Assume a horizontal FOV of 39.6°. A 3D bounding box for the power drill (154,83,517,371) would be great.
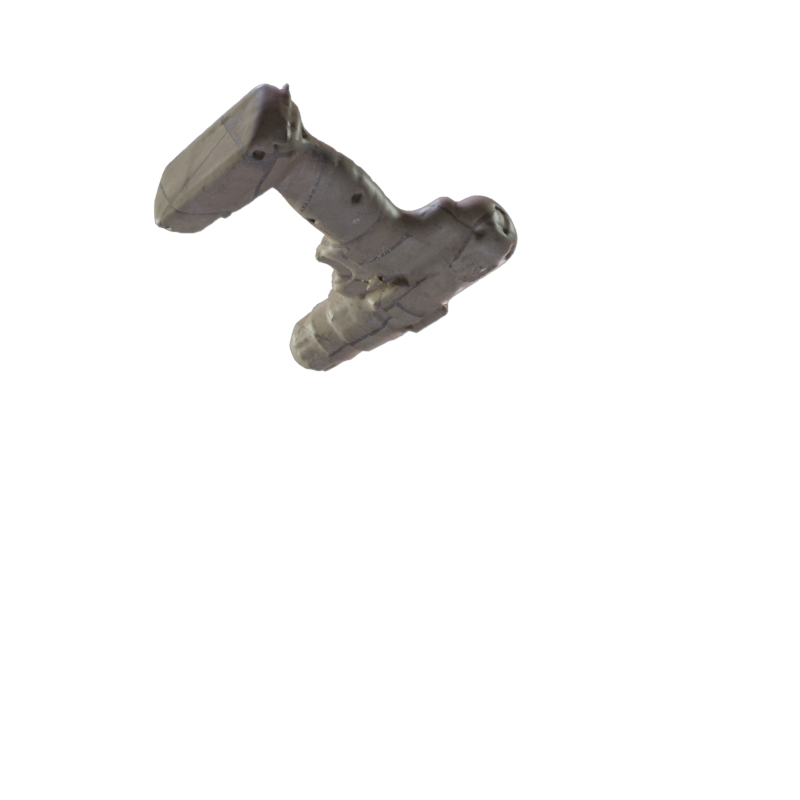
[{"bbox_3d":[-0.053,-0.096,0.672,0.176,0.062,0.183,30,-47,-32],"label":"power drill"}]
